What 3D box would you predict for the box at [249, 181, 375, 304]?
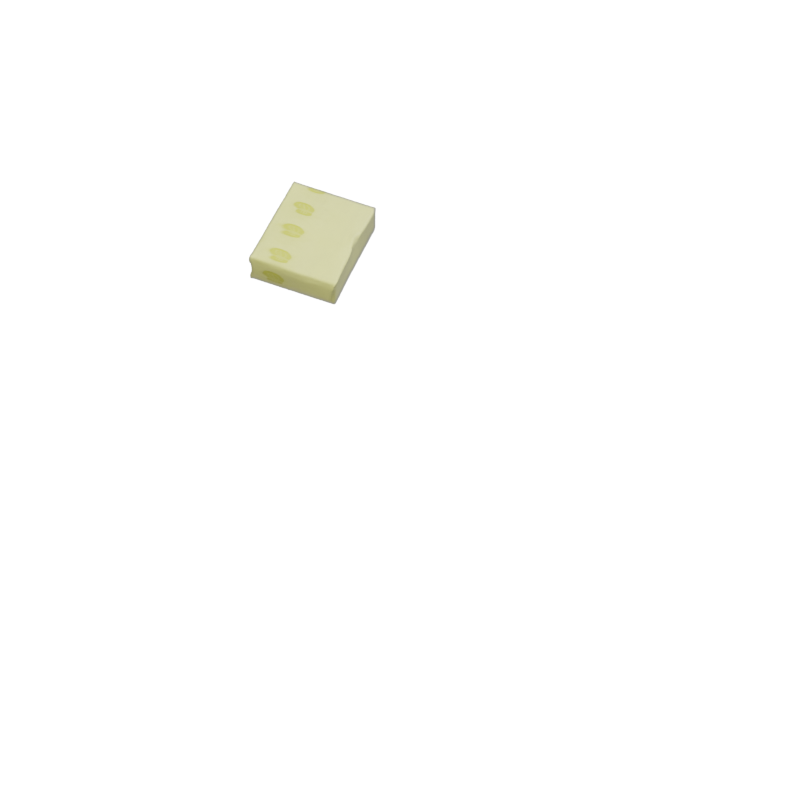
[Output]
[{"bbox_3d":[-0.069,-0.125,0.877,0.075,0.093,0.028,18,-35,13],"label":"box"}]
